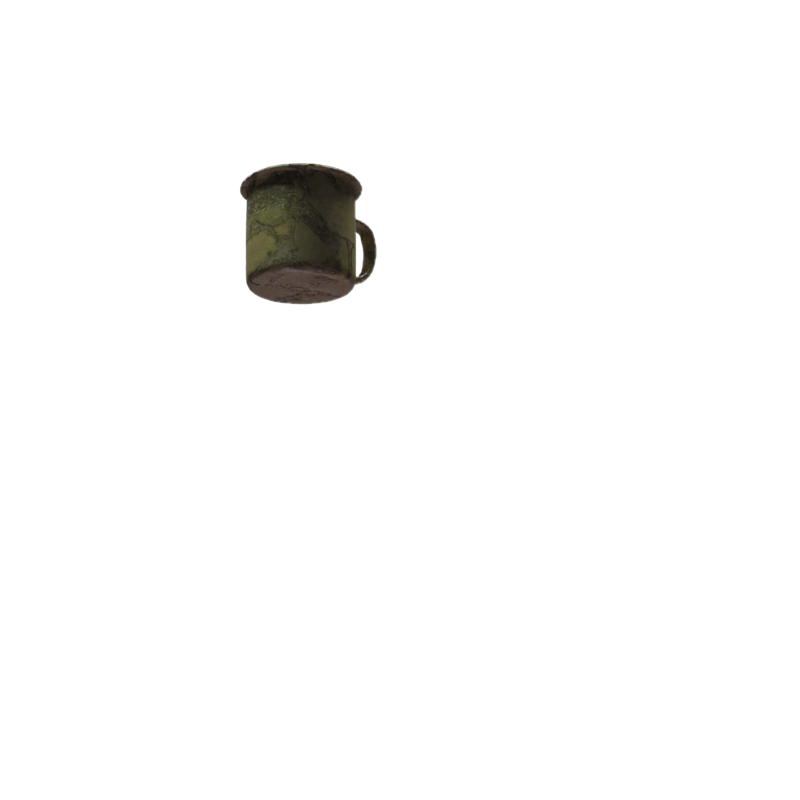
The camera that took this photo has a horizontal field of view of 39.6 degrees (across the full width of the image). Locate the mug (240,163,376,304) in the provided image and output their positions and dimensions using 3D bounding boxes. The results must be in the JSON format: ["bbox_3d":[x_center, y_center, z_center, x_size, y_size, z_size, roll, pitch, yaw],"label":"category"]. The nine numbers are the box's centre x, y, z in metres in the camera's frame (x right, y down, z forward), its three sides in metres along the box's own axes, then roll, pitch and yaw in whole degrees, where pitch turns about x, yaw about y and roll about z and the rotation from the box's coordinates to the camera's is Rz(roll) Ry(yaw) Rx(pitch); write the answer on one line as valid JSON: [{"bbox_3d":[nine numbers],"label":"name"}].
[{"bbox_3d":[-0.065,-0.119,0.836,0.111,0.085,0.094,14,-22,-40],"label":"mug"}]
